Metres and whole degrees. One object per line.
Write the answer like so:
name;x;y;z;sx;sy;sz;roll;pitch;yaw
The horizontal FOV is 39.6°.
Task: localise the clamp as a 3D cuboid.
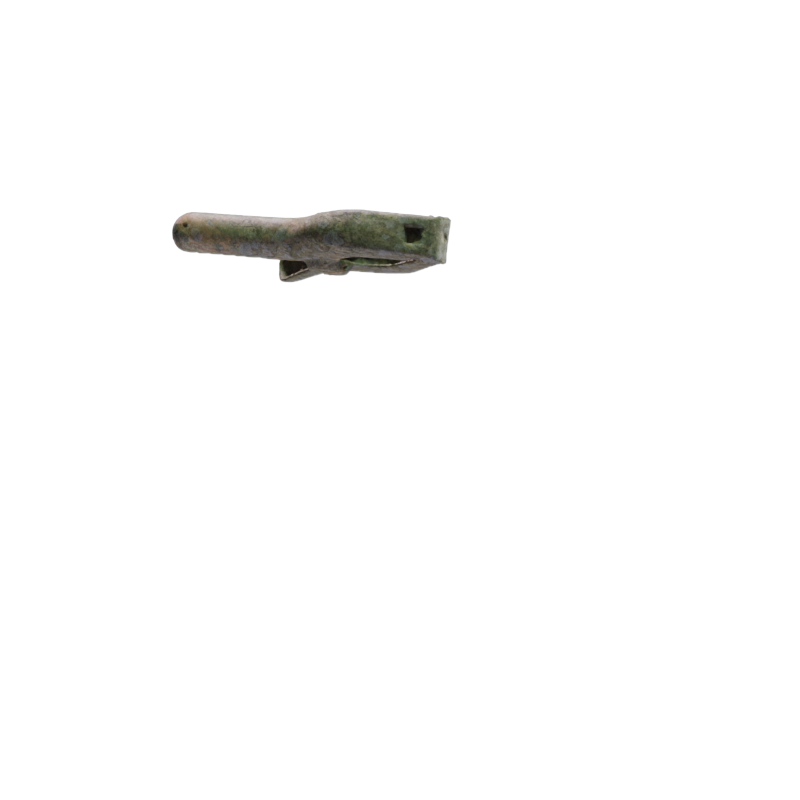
clamp;-0.053;-0.097;0.678;0.177;0.040;0.115;-1;-2;43
